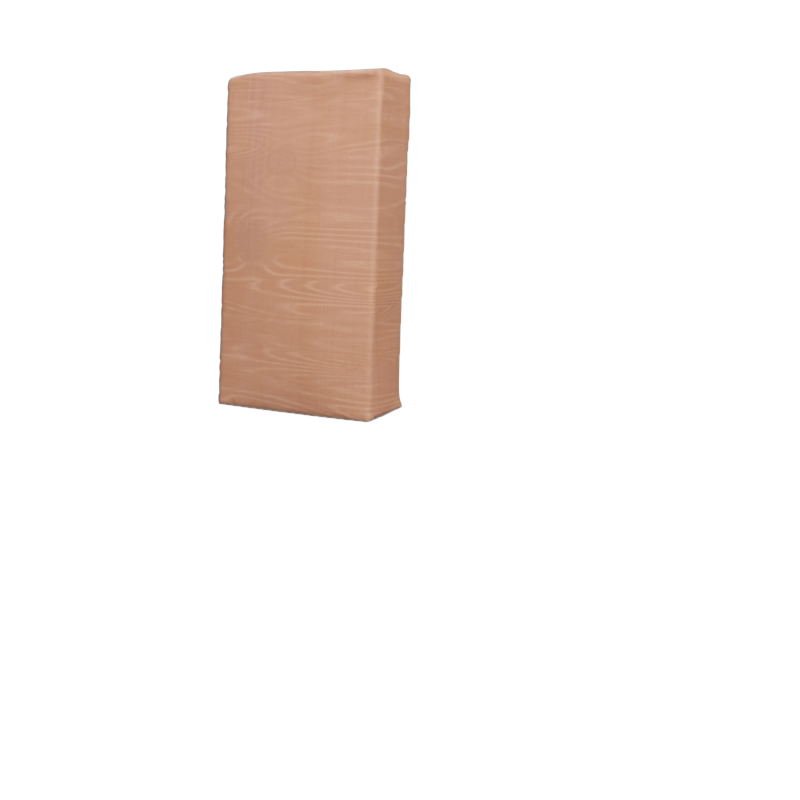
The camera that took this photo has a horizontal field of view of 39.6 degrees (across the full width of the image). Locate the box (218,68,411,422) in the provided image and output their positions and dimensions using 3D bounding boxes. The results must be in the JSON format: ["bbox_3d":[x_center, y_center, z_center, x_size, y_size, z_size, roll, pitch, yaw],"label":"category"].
[{"bbox_3d":[-0.046,-0.083,0.581,0.096,0.175,0.047,3,4,26],"label":"box"}]
